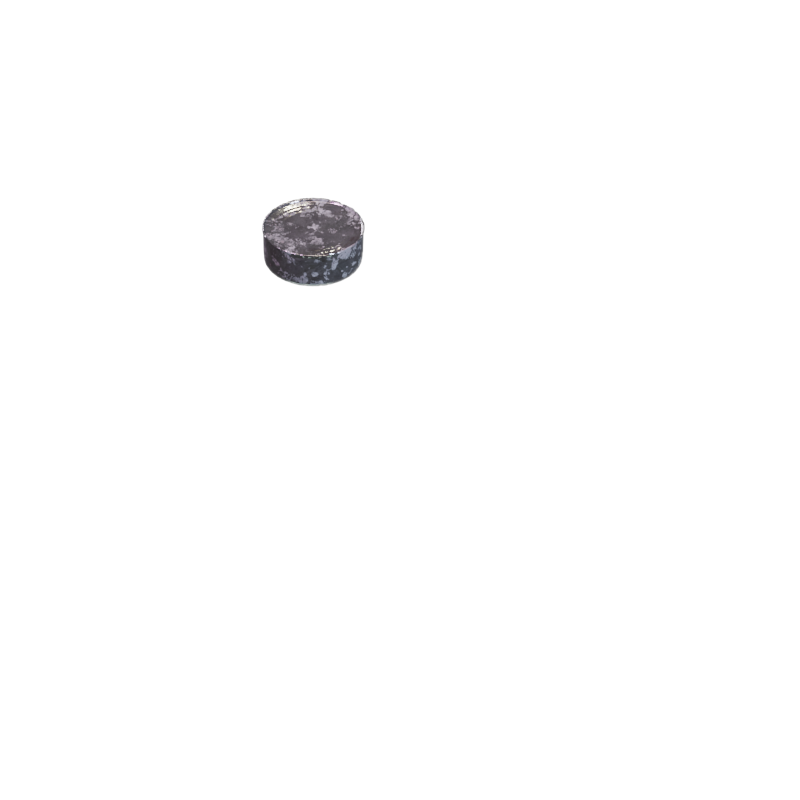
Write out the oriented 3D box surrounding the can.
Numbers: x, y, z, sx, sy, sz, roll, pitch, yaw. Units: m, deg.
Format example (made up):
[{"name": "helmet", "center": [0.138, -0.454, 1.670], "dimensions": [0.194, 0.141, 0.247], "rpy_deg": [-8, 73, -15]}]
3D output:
[{"name": "can", "center": [-0.073, -0.134, 0.937], "dimensions": [0.086, 0.031, 0.092], "rpy_deg": [-1, 40, -2]}]
